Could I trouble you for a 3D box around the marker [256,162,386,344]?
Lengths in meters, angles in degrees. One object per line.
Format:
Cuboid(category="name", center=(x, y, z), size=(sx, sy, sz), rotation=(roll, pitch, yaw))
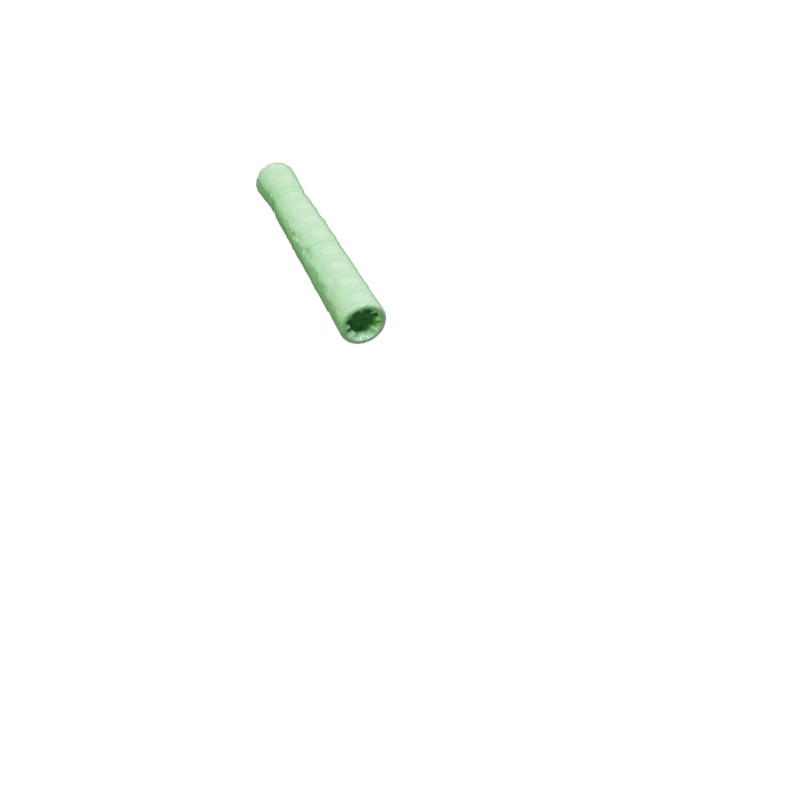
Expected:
Cuboid(category="marker", center=(-0.036, -0.066, 0.464), size=(0.019, 0.019, 0.131), rotation=(-2, 36, -24))
